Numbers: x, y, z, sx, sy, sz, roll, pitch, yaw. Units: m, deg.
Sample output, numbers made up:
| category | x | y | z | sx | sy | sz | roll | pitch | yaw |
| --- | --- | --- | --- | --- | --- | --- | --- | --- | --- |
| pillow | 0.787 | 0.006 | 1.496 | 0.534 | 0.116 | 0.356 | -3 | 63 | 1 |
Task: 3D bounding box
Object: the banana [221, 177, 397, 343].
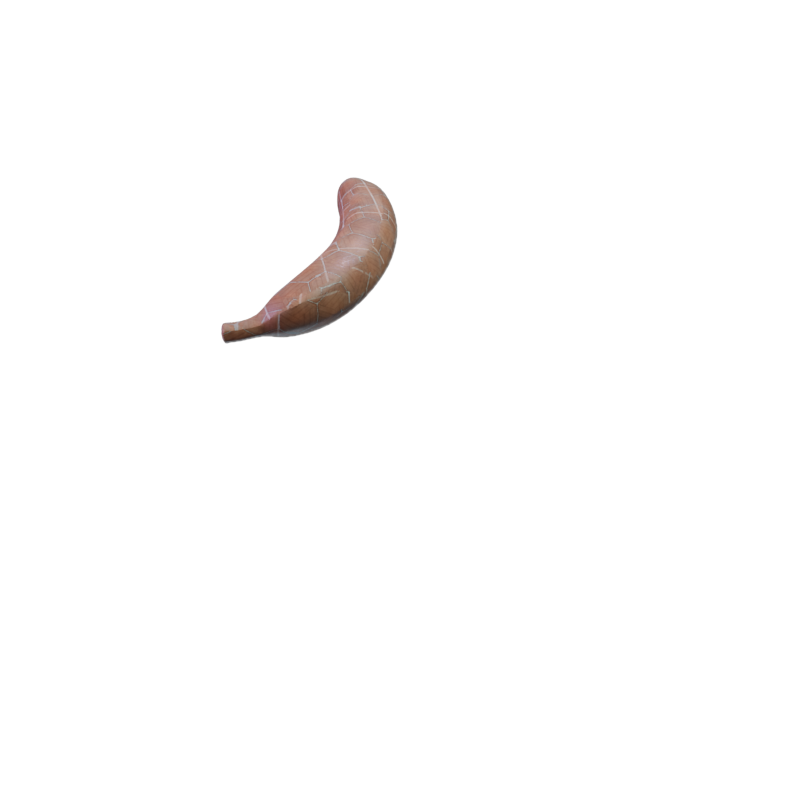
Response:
| category | x | y | z | sx | sy | sz | roll | pitch | yaw |
| --- | --- | --- | --- | --- | --- | --- | --- | --- | --- |
| banana | -0.038 | -0.092 | 0.684 | 0.072 | 0.034 | 0.204 | 11 | 36 | 16 |
